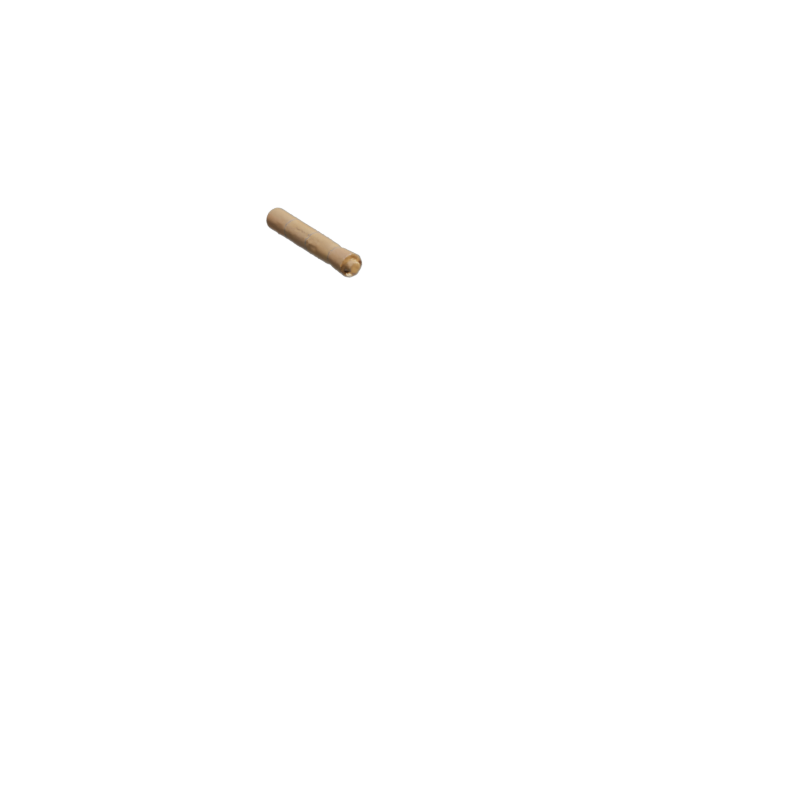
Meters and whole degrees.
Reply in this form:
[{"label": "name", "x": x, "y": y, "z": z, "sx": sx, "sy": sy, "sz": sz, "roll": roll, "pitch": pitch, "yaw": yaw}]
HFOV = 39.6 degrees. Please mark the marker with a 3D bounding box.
[{"label": "marker", "x": -0.066, "y": -0.121, "z": 0.847, "sx": 0.019, "sy": 0.019, "sz": 0.130, "roll": -3, "pitch": 25, "yaw": -34}]
